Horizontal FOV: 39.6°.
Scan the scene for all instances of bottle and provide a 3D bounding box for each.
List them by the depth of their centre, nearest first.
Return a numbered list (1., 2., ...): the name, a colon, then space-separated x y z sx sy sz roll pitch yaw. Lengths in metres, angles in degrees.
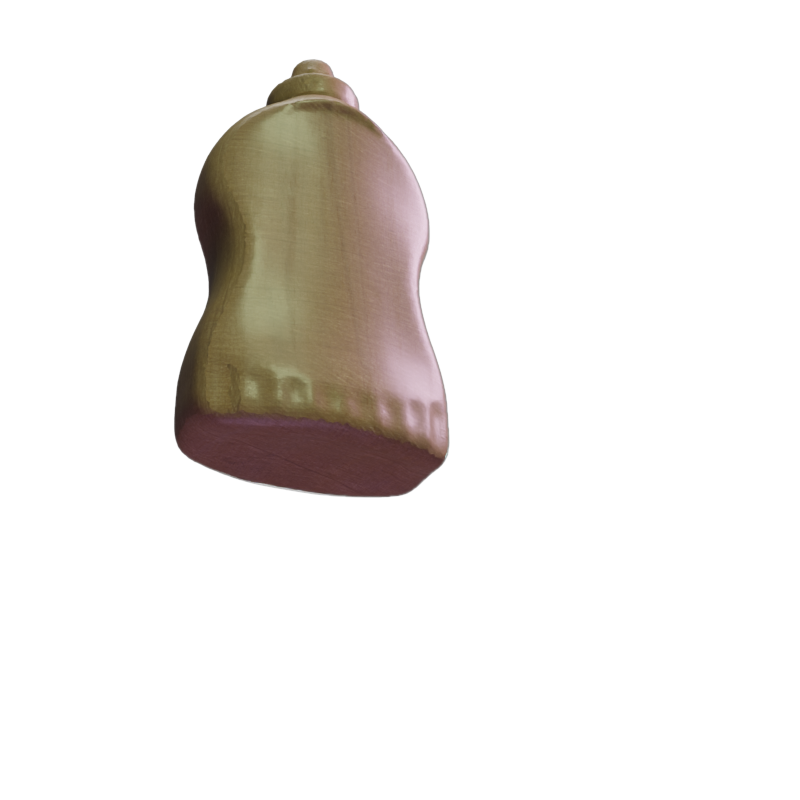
1. bottle: -0.035 -0.062 0.439 0.093 0.205 0.056 10 -36 -19
